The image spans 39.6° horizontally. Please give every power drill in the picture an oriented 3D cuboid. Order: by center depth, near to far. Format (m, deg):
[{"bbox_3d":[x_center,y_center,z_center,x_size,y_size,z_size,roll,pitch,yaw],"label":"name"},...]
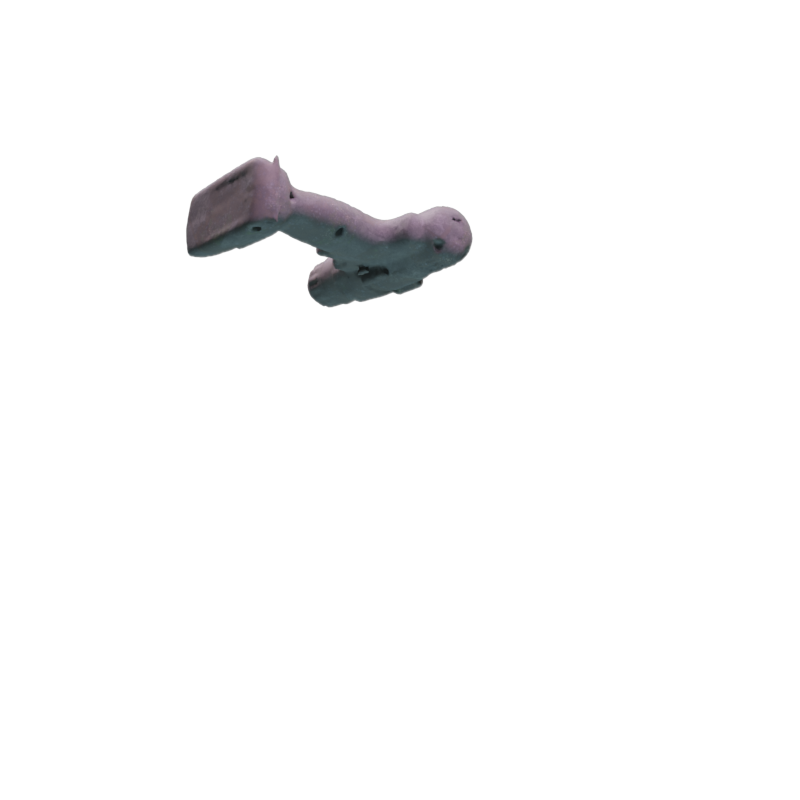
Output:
[{"bbox_3d":[-0.067,-0.123,0.859,0.178,0.060,0.186,11,-18,-36],"label":"power drill"}]
